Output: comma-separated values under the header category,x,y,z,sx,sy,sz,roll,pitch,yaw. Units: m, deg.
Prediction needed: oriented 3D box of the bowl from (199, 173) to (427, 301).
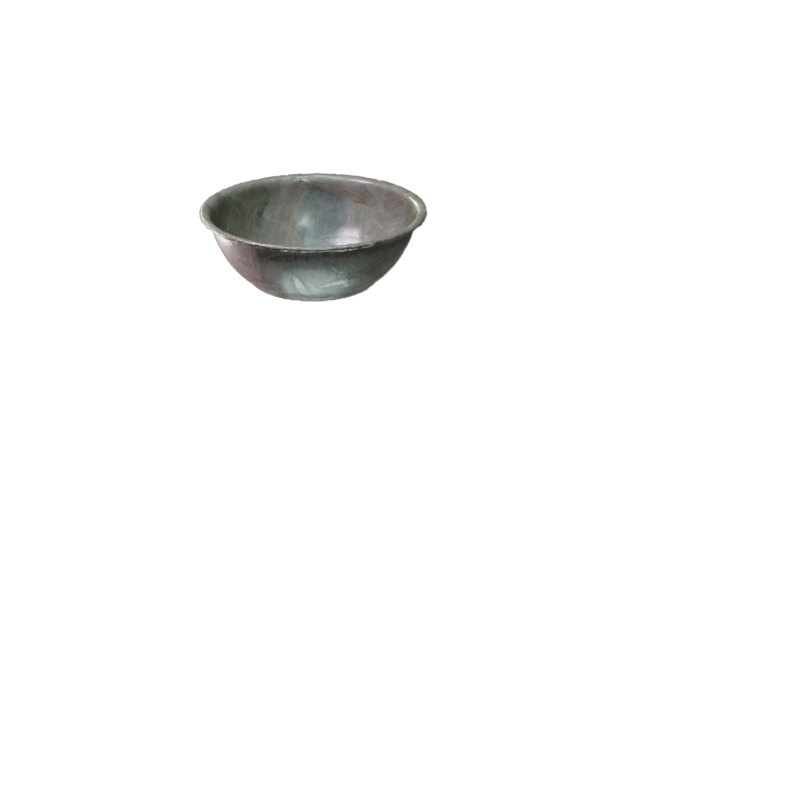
category,x,y,z,sx,sy,sz,roll,pitch,yaw
bowl,-0.062,-0.113,0.794,0.162,0.052,0.171,-1,27,-2
